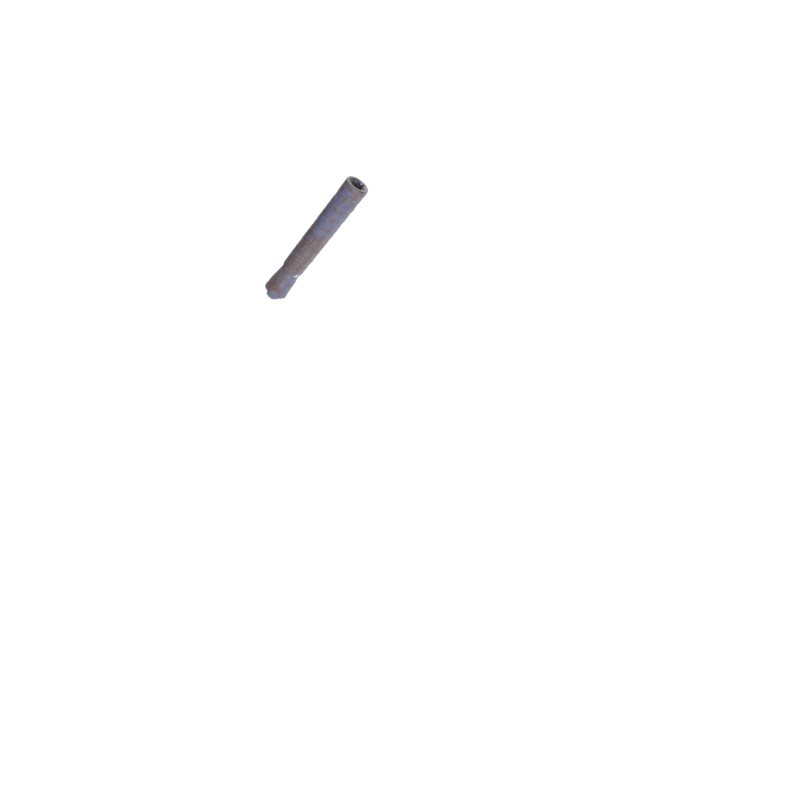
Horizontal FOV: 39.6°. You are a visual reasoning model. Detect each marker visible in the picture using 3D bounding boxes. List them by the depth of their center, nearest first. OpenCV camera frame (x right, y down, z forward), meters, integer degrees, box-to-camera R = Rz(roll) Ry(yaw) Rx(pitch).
[{"bbox_3d":[-0.066,-0.120,0.841,0.019,0.118,0.021,29,31,-22],"label":"marker"}]
